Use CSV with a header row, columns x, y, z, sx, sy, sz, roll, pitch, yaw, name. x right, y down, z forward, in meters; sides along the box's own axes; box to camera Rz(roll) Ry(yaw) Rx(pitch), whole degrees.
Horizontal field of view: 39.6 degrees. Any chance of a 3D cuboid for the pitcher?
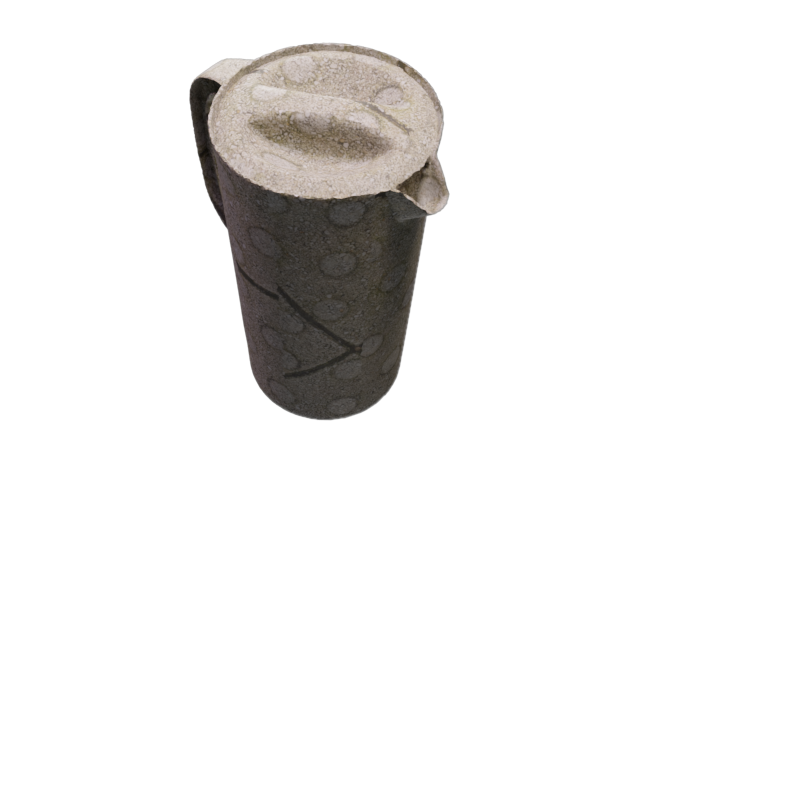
x,y,z,sx,sy,sz,roll,pitch,yaw,name
-0.056,-0.102,0.712,0.144,0.161,0.227,-4,-38,-6,pitcher
